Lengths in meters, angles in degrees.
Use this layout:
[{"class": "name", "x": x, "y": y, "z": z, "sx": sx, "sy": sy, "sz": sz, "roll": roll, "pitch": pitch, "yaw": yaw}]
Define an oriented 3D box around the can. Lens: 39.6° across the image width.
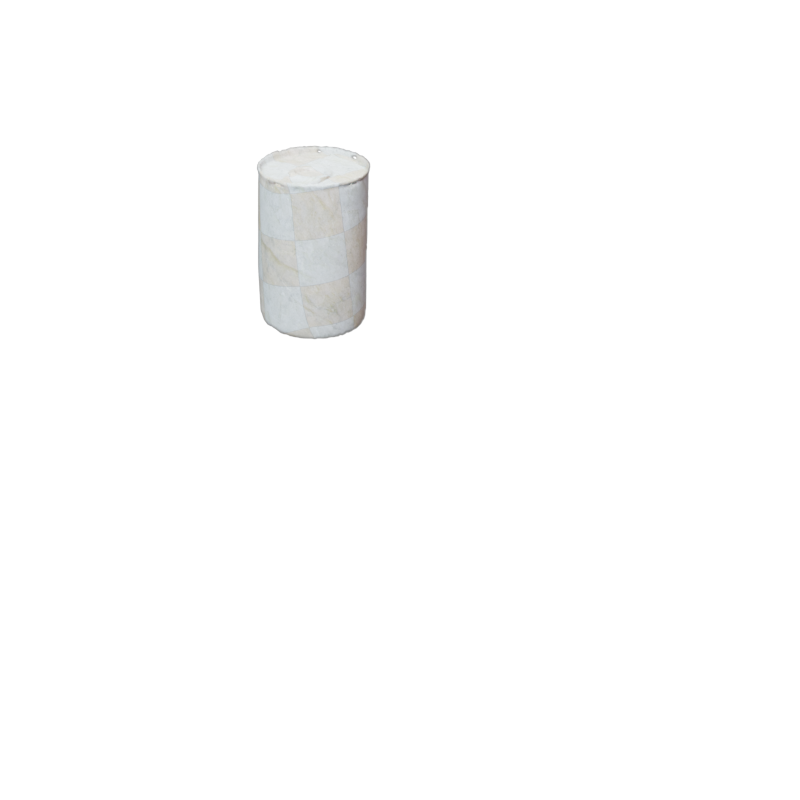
[{"class": "can", "x": -0.054, "y": -0.098, "z": 0.683, "sx": 0.068, "sy": 0.097, "sz": 0.072, "roll": 0, "pitch": 27, "yaw": -2}]
